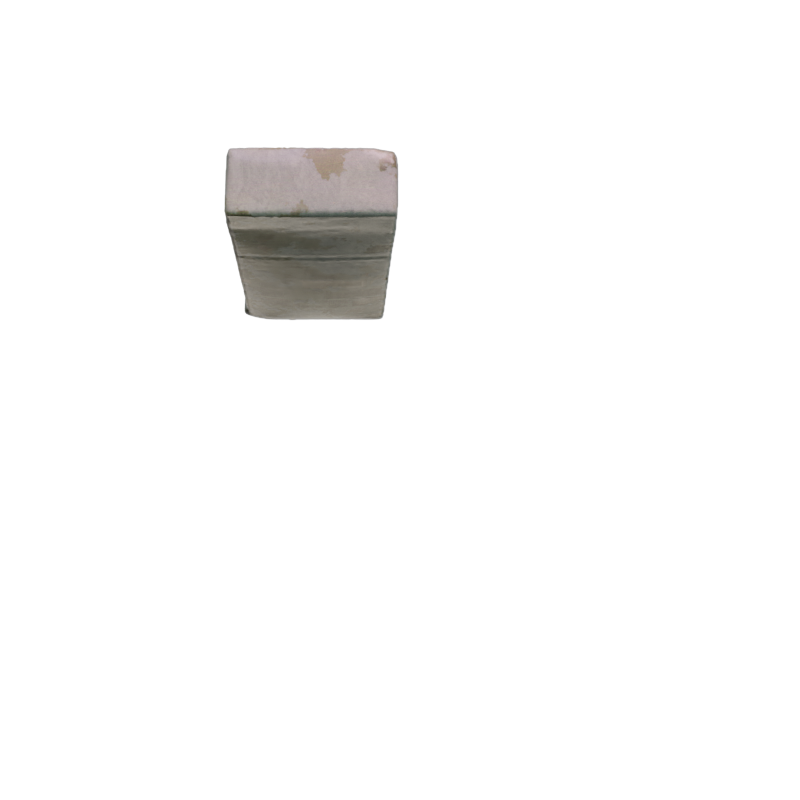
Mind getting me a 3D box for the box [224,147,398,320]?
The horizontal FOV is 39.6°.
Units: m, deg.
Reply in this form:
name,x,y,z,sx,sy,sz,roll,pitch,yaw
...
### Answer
name,x,y,z,sx,sy,sz,roll,pitch,yaw
box,-0.052,-0.095,0.662,0.093,0.050,0.168,1,-18,-3
